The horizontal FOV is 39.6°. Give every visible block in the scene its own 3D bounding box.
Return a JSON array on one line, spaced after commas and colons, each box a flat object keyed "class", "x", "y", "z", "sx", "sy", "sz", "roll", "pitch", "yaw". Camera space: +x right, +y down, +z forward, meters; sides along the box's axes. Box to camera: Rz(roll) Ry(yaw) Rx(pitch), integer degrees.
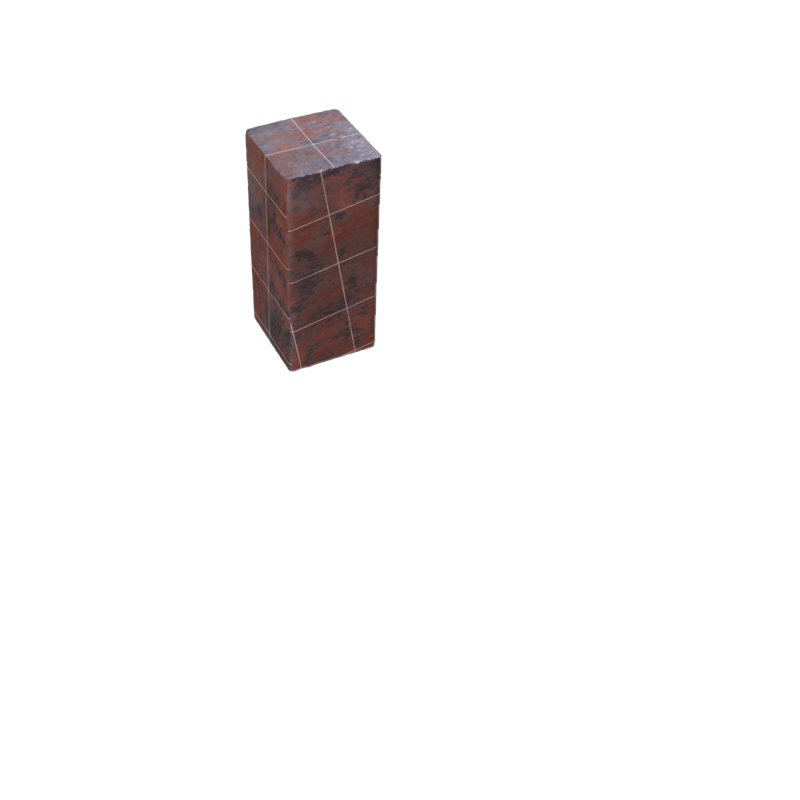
[{"class": "block", "x": -0.078, "y": -0.140, "z": 0.982, "sx": 0.089, "sy": 0.192, "sz": 0.098, "roll": -16, "pitch": 43, "yaw": -22}]
